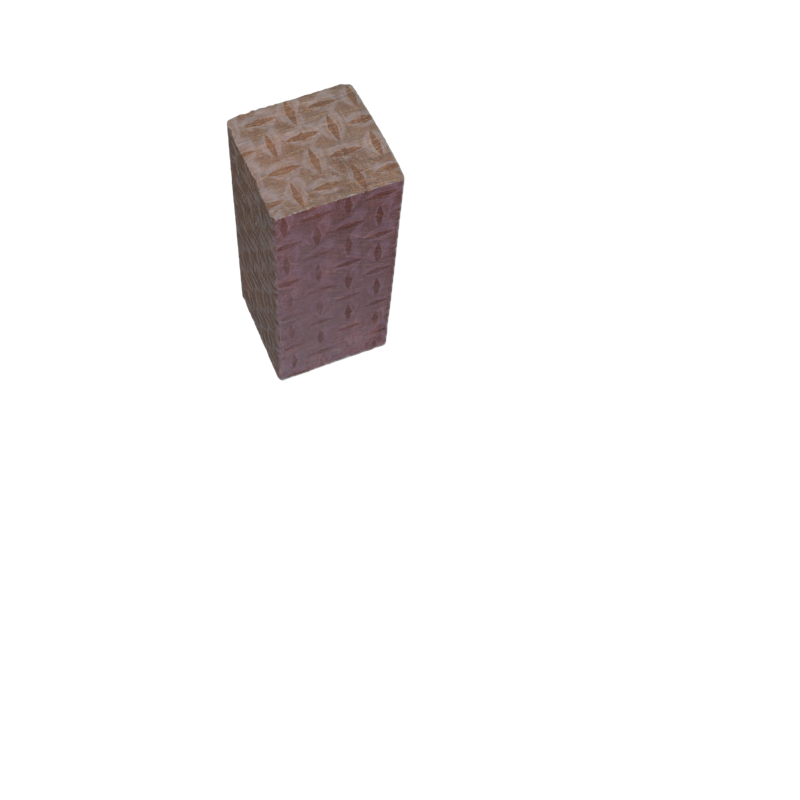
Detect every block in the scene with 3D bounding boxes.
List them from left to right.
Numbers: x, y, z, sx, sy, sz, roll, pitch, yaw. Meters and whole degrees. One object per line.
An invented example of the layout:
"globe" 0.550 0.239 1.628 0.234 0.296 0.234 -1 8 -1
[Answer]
"block" -0.061 -0.112 0.781 0.090 0.096 0.194 -19 -26 -14
